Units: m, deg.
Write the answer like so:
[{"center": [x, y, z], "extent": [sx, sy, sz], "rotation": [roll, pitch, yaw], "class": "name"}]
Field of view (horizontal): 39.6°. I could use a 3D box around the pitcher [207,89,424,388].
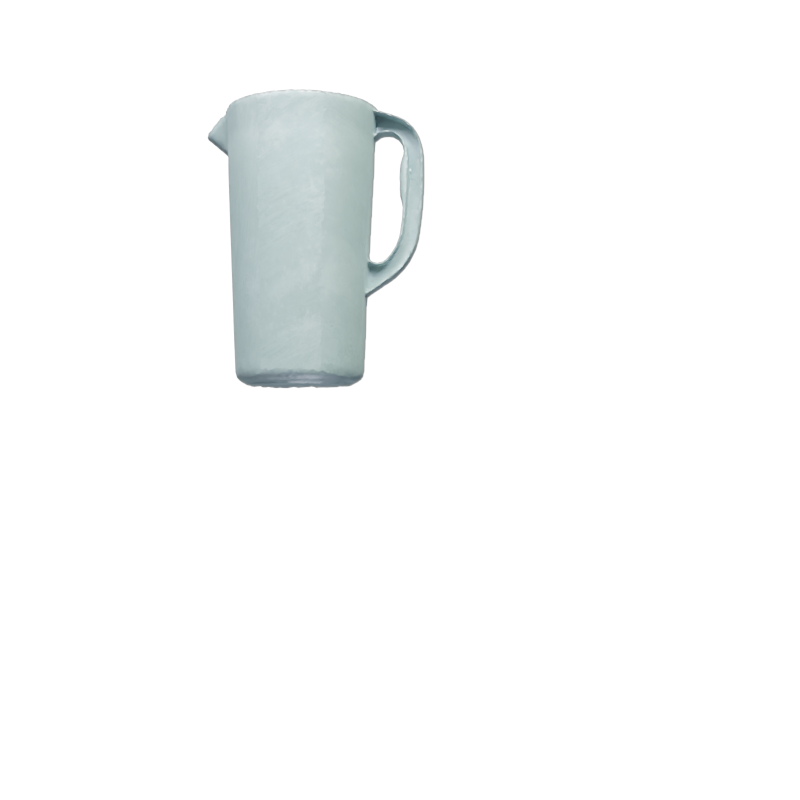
[{"center": [-0.074, -0.135, 0.942], "extent": [0.138, 0.249, 0.153], "rotation": [6, -10, -38], "class": "pitcher"}]
